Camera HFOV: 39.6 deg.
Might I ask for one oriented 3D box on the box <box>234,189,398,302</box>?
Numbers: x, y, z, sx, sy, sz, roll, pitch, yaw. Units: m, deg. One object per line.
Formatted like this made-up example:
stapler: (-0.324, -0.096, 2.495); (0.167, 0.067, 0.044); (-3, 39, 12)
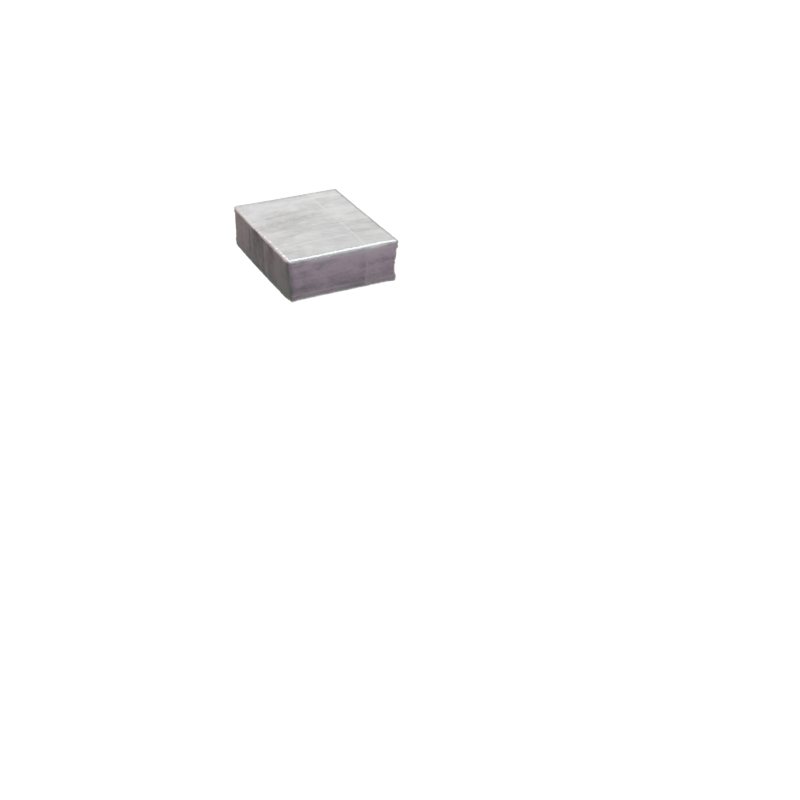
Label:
box: (-0.067, -0.121, 0.851); (0.088, 0.037, 0.122); (-15, 36, -22)
